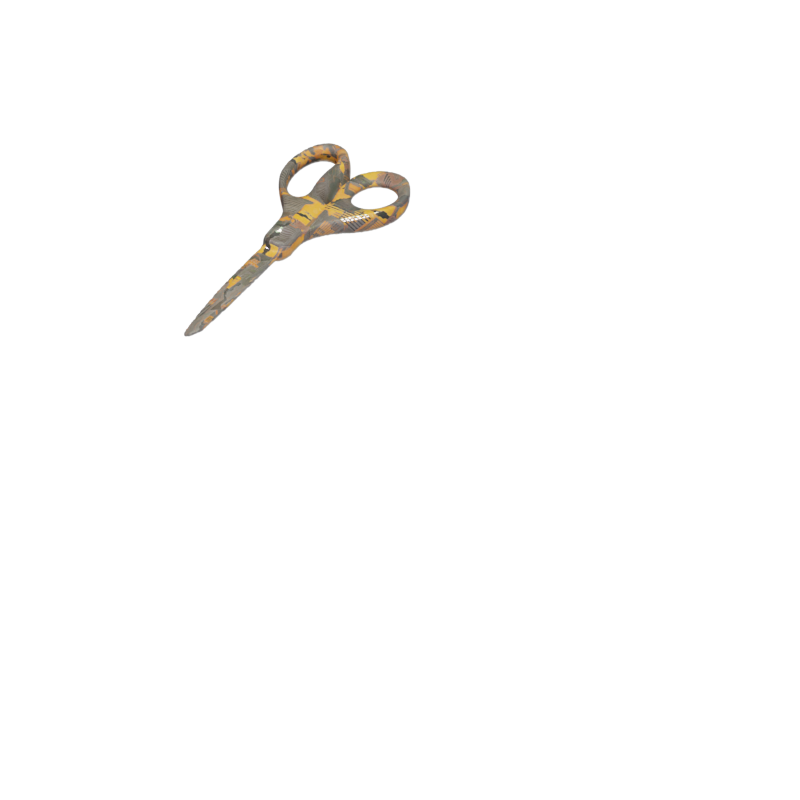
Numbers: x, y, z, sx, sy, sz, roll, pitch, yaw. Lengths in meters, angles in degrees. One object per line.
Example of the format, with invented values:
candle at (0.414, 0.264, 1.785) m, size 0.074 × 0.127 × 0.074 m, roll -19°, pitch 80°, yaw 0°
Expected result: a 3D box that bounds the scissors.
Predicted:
scissors at (-0.054, -0.098, 0.684) m, size 0.098 × 0.015 × 0.213 m, roll 8°, pitch 44°, yaw 9°
